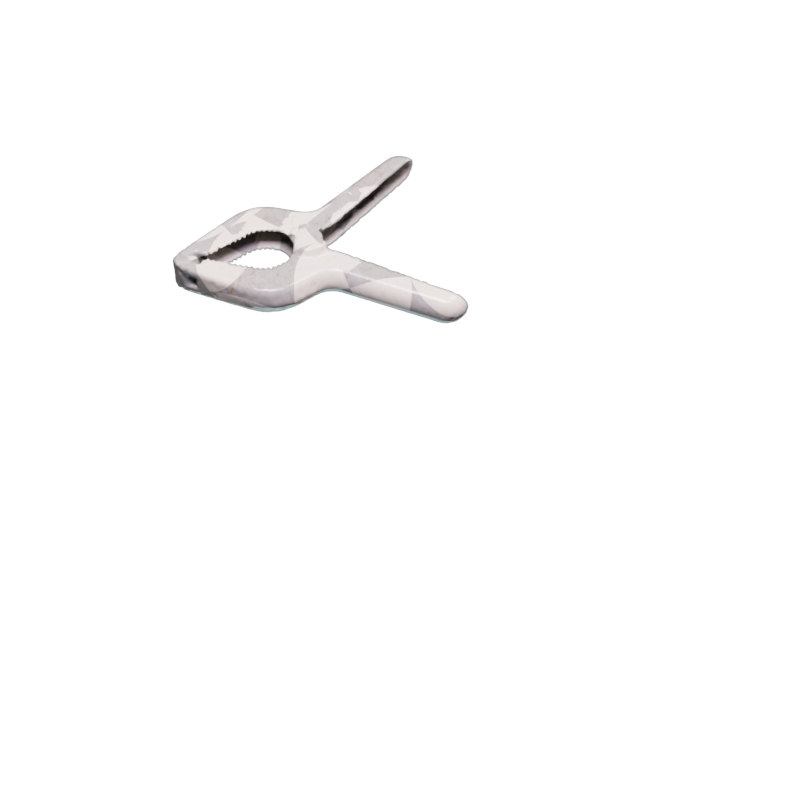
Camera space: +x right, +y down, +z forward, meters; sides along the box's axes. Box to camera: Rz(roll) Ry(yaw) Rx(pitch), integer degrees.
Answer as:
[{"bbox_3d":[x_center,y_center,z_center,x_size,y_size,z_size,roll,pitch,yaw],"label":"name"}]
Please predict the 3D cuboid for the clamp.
[{"bbox_3d":[-0.066,-0.120,0.840,0.209,0.177,0.034,-5,-40,-4],"label":"clamp"}]
